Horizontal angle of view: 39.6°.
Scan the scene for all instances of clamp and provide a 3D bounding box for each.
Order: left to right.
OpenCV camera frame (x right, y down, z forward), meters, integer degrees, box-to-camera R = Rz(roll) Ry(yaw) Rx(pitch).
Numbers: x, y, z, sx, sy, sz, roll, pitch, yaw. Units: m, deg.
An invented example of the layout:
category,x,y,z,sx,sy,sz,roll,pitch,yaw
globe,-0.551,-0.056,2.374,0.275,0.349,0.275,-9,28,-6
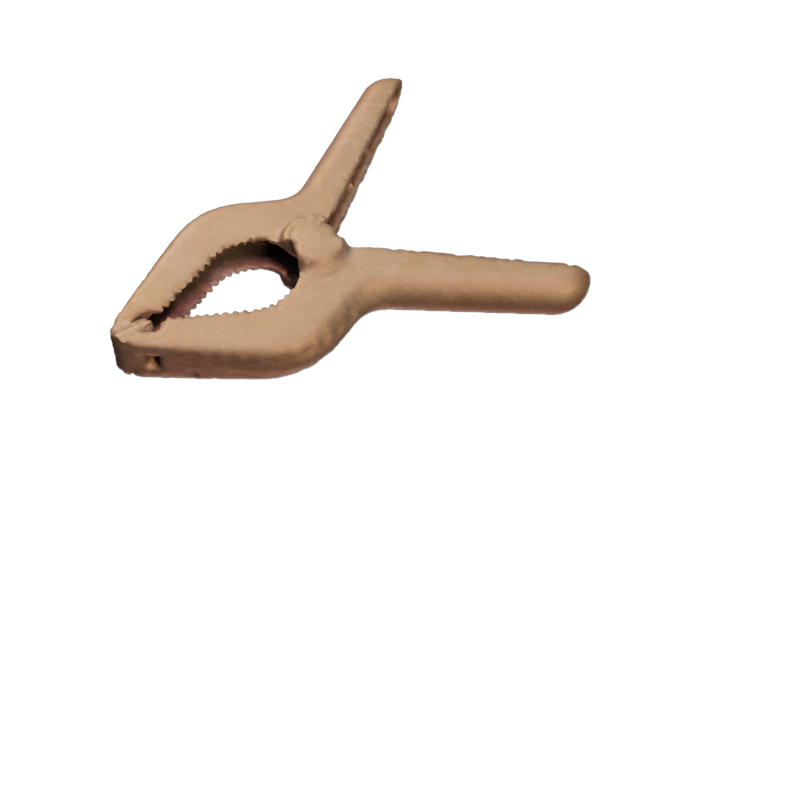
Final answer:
category,x,y,z,sx,sy,sz,roll,pitch,yaw
clamp,-0.041,-0.075,0.522,0.208,0.177,0.034,-21,-34,-16
